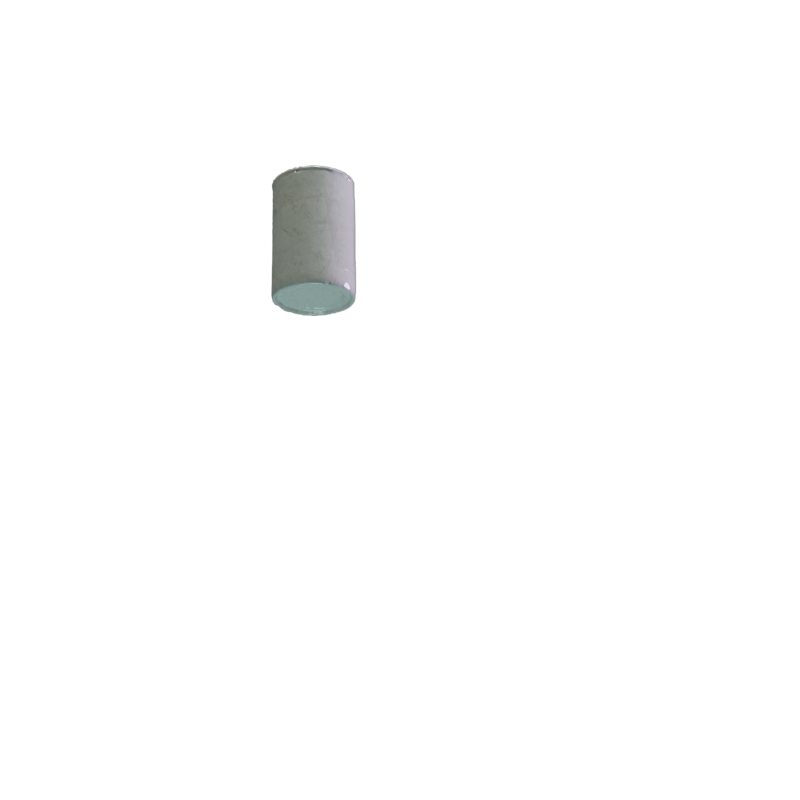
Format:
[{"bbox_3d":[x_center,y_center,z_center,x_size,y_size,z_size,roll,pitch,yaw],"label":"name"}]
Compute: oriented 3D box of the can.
[{"bbox_3d":[-0.069,-0.126,0.883,0.068,0.108,0.065,0,-23,-2],"label":"can"}]
